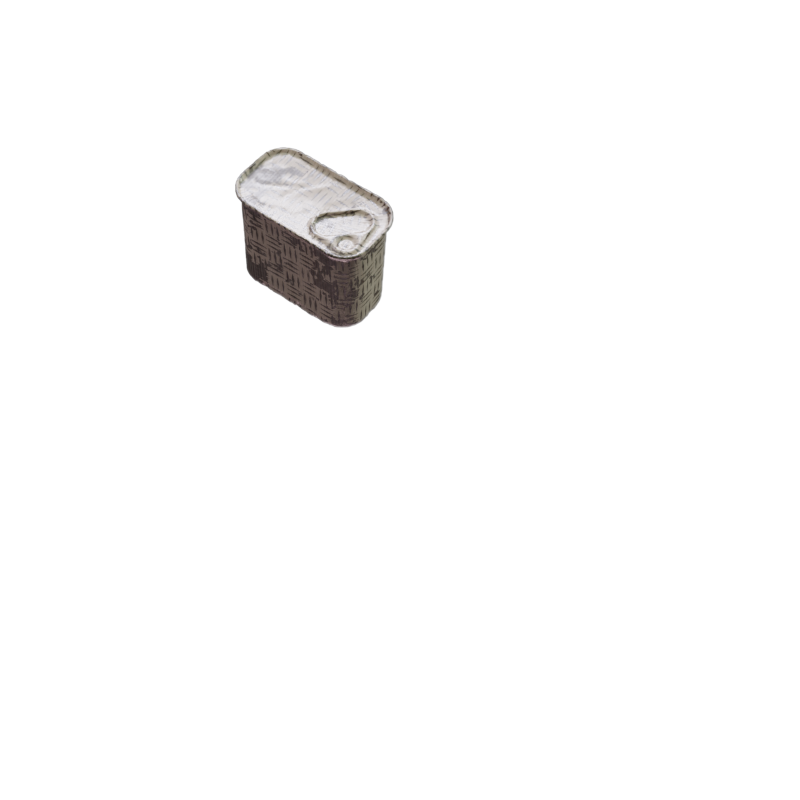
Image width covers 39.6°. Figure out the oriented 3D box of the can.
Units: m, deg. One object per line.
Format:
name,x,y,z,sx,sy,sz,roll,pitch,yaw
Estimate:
can,-0.057,-0.104,0.729,0.107,0.059,0.078,33,-30,20
